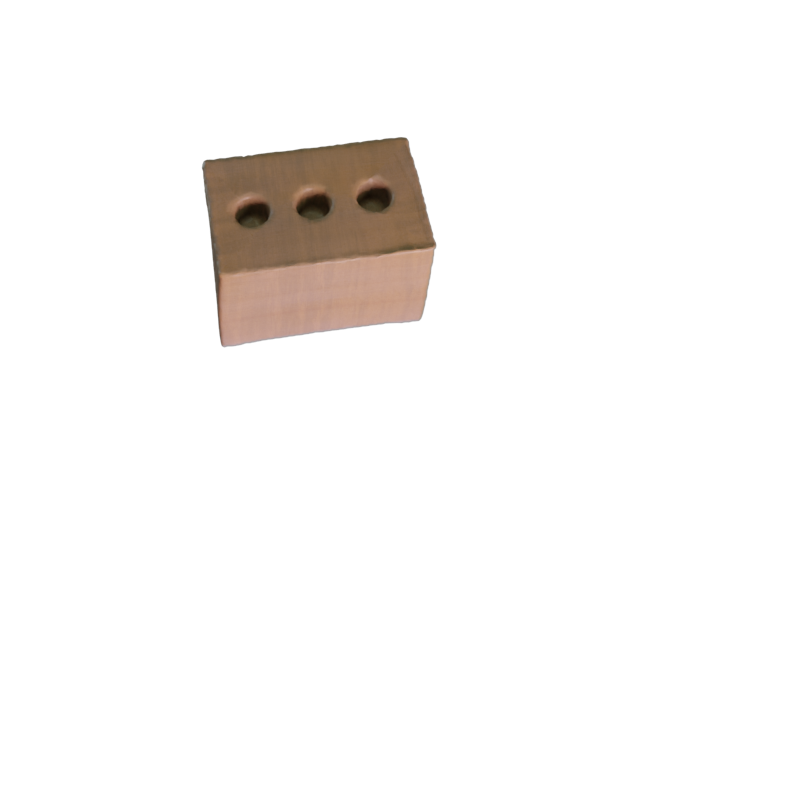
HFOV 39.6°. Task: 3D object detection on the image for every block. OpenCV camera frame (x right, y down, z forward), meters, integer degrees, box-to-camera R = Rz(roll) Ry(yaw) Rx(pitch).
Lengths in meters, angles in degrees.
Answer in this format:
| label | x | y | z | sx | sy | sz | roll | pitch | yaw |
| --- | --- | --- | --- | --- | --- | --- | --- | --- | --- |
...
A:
| label | x | y | z | sx | sy | sz | roll | pitch | yaw |
| --- | --- | --- | --- | --- | --- | --- | --- | --- | --- |
| block | -0.032 | -0.059 | 0.410 | 0.077 | 0.056 | 0.048 | -9 | -29 | -6 |
